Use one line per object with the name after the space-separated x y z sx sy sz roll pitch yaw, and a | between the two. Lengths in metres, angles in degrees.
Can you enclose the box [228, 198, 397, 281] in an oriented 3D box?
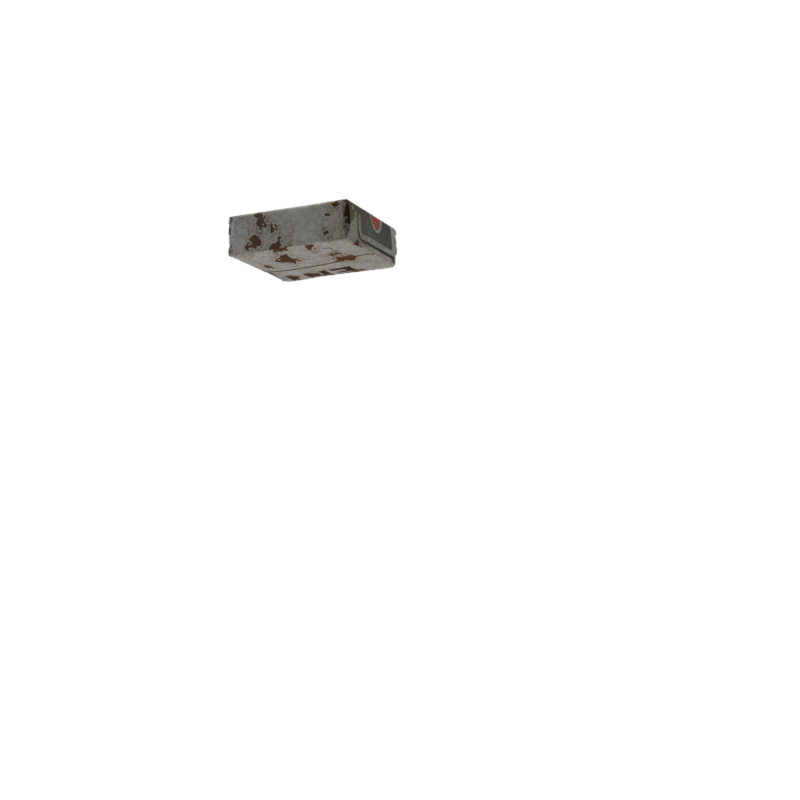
-0.071 -0.130 0.912 0.116 0.040 0.085 -6 -13 26 | box
